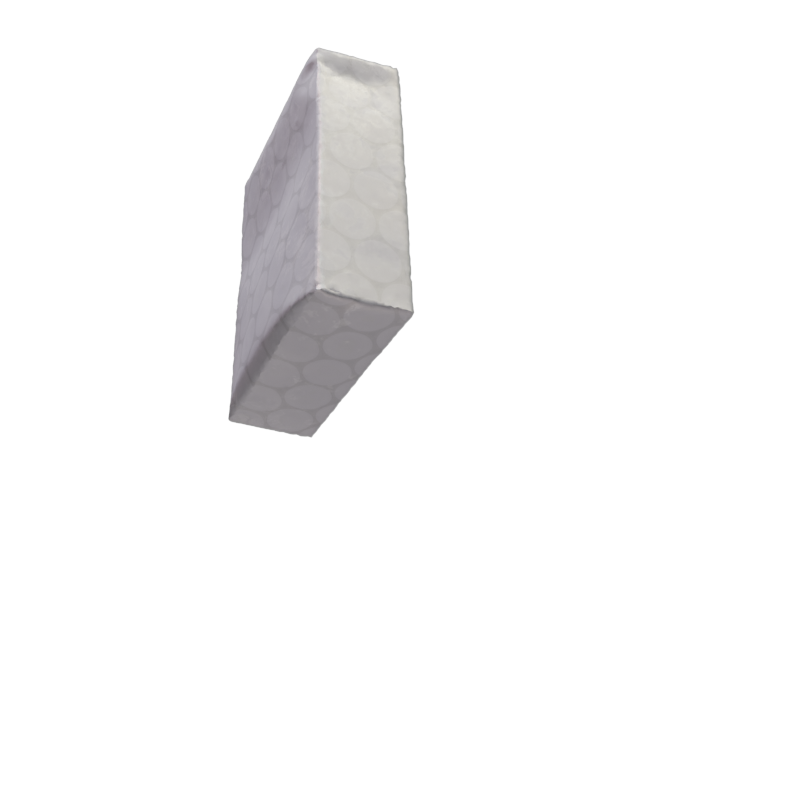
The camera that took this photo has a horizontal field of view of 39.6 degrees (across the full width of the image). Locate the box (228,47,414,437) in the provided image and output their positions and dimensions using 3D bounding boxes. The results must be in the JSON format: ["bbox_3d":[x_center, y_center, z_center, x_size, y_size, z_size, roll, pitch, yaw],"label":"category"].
[{"bbox_3d":[-0.060,-0.109,0.763,0.069,0.229,0.158,13,-38,-22],"label":"box"}]
